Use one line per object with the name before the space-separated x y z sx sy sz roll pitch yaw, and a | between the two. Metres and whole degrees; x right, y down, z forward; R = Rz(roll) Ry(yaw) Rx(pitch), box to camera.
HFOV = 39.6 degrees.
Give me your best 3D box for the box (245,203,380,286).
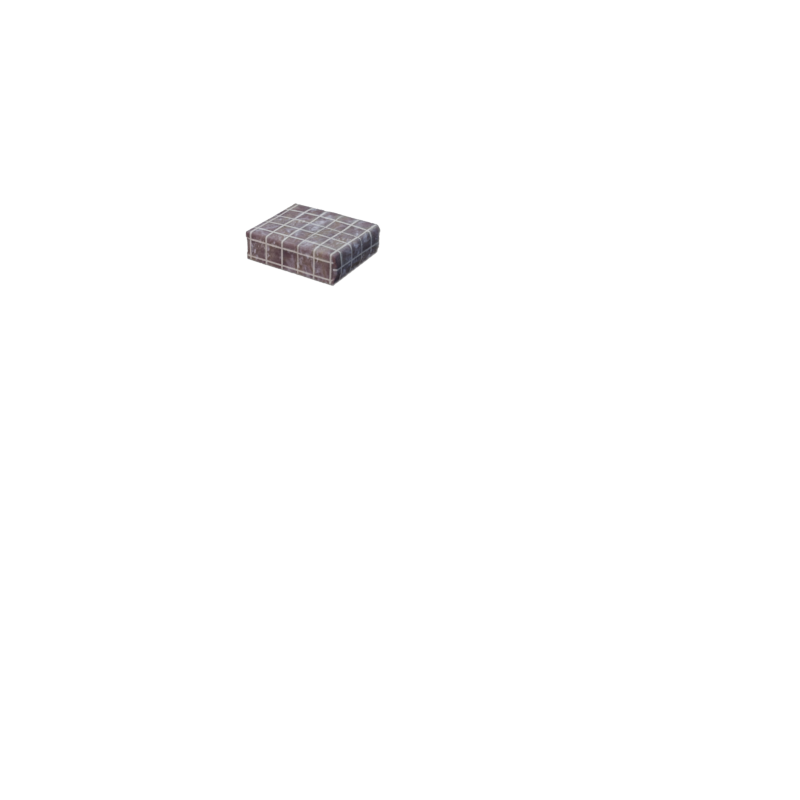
box | -0.073 -0.133 0.930 0.094 0.028 0.074 18 35 27
